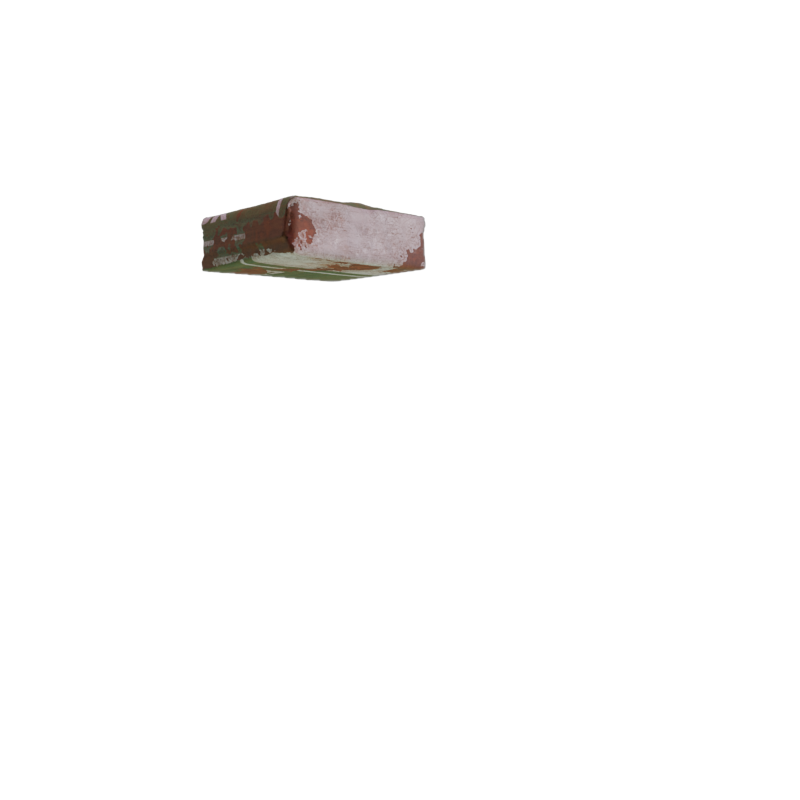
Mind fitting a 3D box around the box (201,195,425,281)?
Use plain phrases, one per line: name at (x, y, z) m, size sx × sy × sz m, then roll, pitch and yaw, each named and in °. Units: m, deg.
box at (-0.043, -0.079, 0.554) m, size 0.085 × 0.031 × 0.075 m, roll 2°, pitch -3°, yaw -41°
